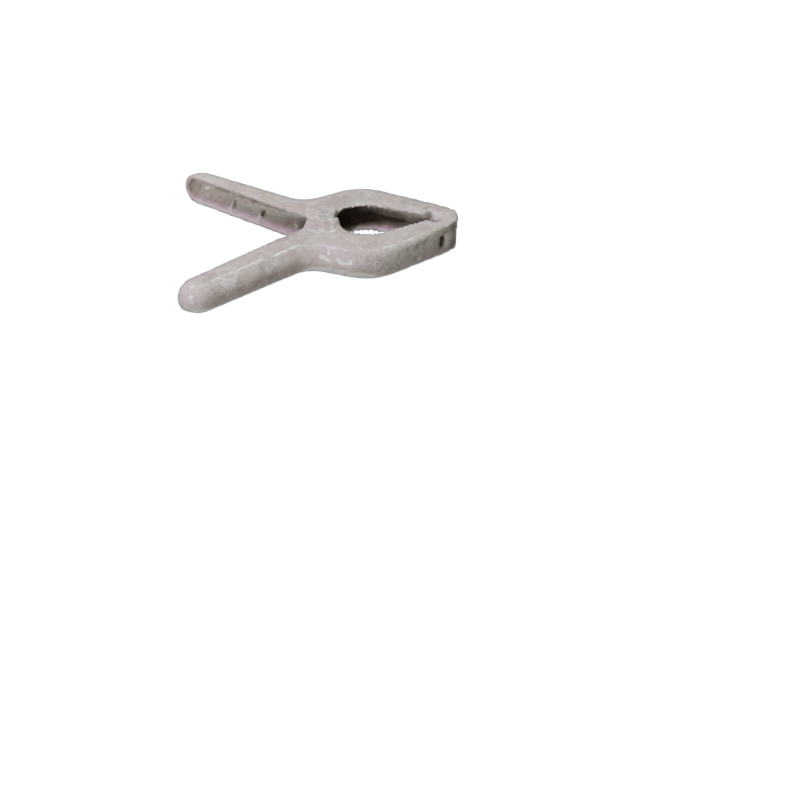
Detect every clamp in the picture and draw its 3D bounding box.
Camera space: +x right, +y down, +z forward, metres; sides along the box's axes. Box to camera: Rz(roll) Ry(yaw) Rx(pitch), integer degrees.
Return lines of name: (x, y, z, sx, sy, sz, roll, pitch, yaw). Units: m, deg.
clamp: (-0.063, -0.115, 0.807, 0.210, 0.034, 0.176, 1, 39, 1)
